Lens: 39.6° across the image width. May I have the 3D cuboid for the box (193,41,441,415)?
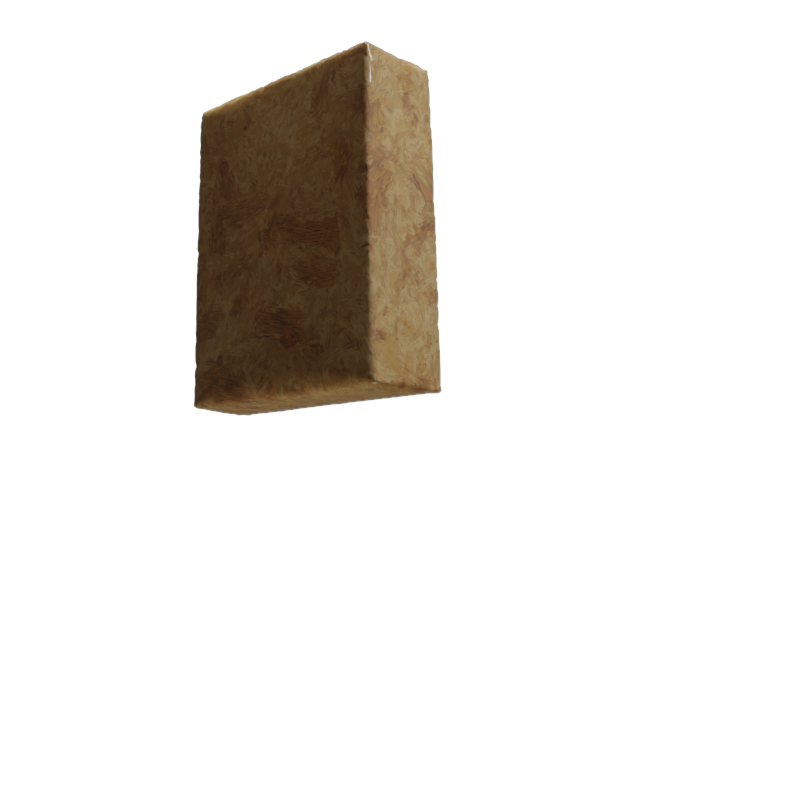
[{"bbox_3d":[-0.057,-0.104,0.729,0.168,0.222,0.068,-12,-19,41],"label":"box"}]
